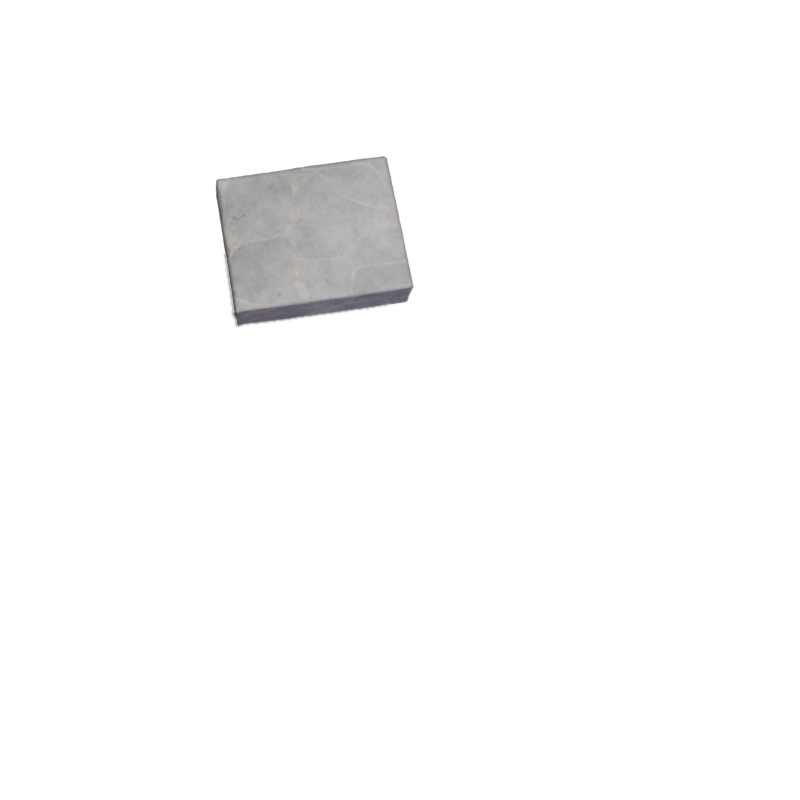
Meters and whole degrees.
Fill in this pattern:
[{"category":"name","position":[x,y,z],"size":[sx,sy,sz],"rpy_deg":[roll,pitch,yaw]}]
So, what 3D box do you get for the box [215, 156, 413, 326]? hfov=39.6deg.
[{"category":"box","position":[-0.055,-0.100,0.699],"size":[0.113,0.094,0.037],"rpy_deg":[-10,-19,-4]}]
